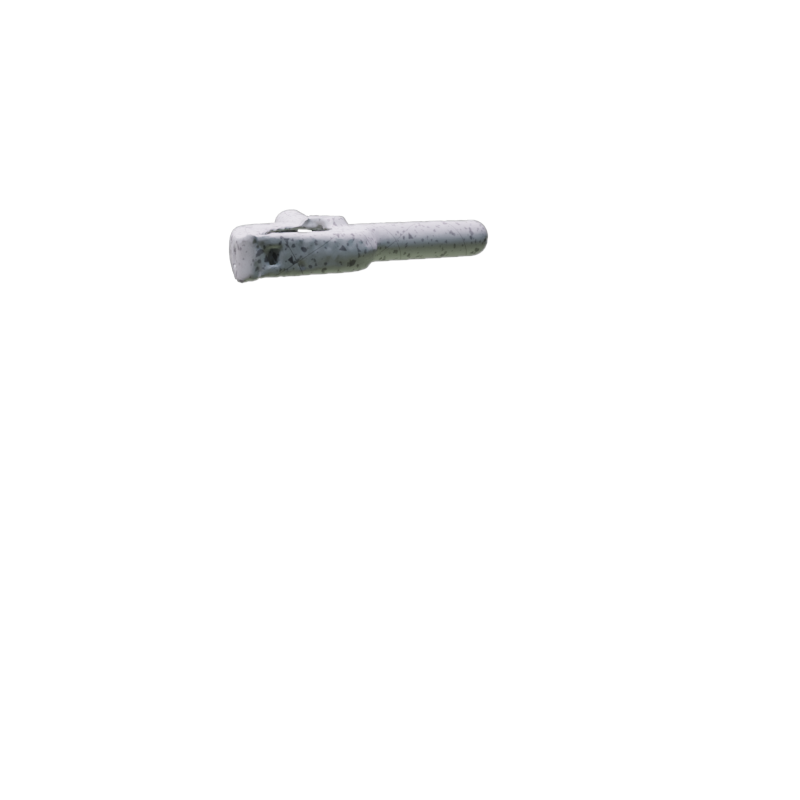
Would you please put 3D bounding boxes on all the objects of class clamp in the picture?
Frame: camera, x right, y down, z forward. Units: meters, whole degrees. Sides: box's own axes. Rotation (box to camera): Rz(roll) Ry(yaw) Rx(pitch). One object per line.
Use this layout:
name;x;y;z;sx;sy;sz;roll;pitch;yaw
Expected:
clamp;-0.058;-0.105;0.736;0.171;0.035;0.206;8;16;30
